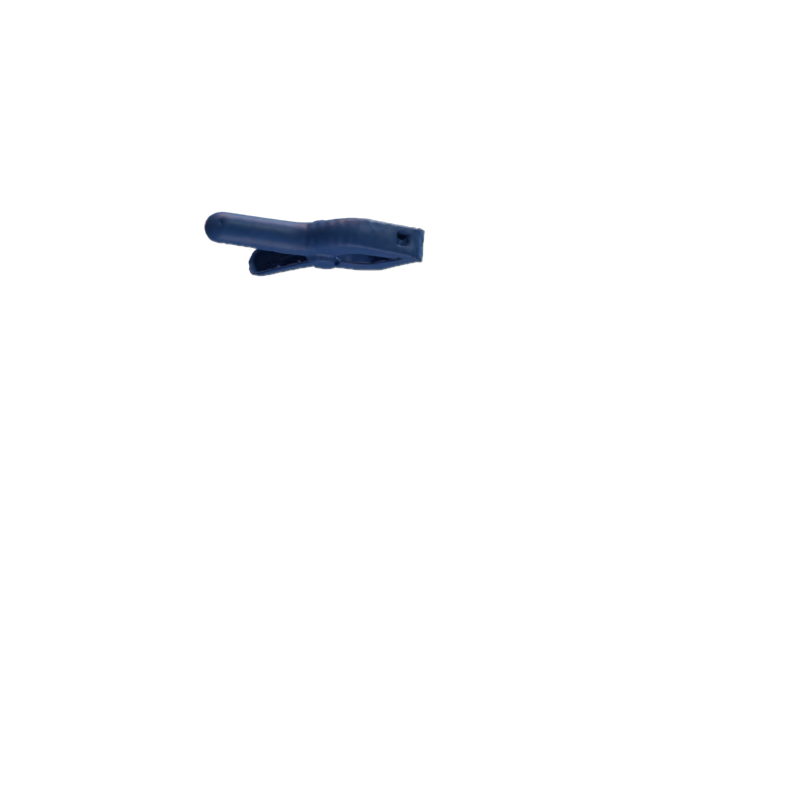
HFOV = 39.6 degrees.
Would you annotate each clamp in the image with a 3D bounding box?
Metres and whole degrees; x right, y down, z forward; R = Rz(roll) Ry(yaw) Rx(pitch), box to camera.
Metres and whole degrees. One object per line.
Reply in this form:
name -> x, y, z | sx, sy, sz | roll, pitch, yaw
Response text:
clamp -> -0.070, -0.127, 0.893 | 0.176, 0.040, 0.115 | -2, -5, 23
